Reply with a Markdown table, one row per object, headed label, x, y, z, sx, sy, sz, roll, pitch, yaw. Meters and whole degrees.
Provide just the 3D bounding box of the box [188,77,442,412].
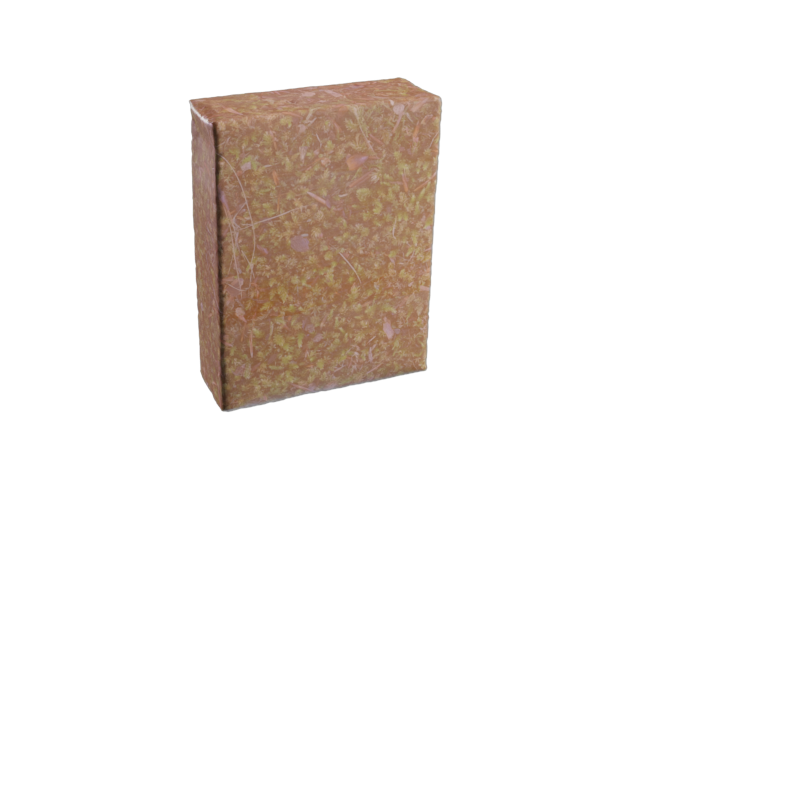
| label | x | y | z | sx | sy | sz | roll | pitch | yaw |
| --- | --- | --- | --- | --- | --- | --- | --- | --- | --- |
| box | -0.062 | -0.112 | 0.787 | 0.161 | 0.203 | 0.077 | -10 | 27 | -22 |
